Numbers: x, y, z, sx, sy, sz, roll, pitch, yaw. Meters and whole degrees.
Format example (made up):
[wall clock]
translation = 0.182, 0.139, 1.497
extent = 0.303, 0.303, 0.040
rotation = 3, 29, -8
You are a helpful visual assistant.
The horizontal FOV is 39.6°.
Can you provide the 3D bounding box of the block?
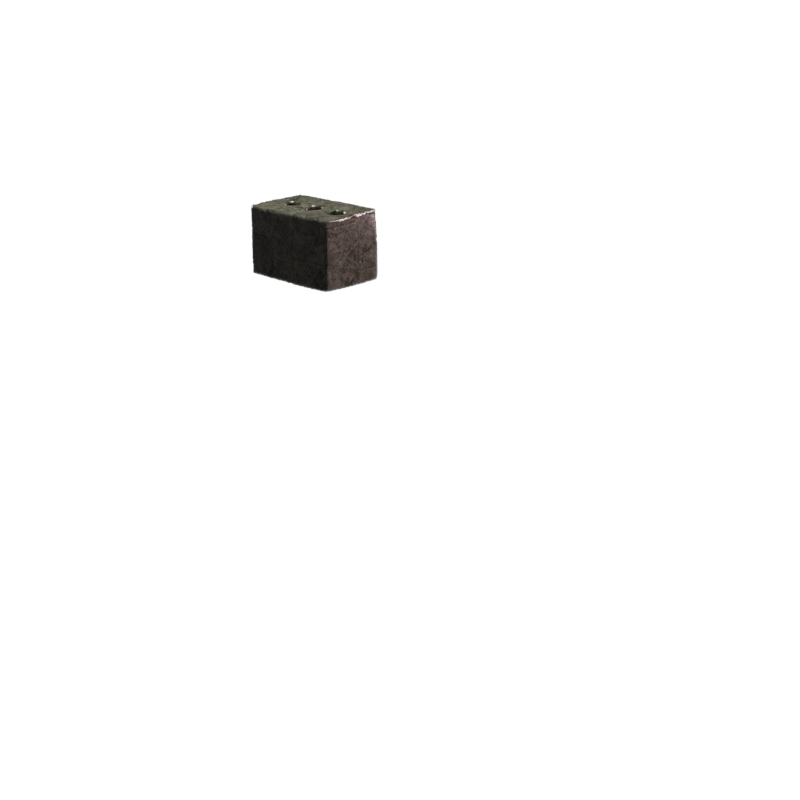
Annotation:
[block]
translation = -0.062, -0.112, 0.787
extent = 0.082, 0.049, 0.052
rotation = 17, 24, 39
